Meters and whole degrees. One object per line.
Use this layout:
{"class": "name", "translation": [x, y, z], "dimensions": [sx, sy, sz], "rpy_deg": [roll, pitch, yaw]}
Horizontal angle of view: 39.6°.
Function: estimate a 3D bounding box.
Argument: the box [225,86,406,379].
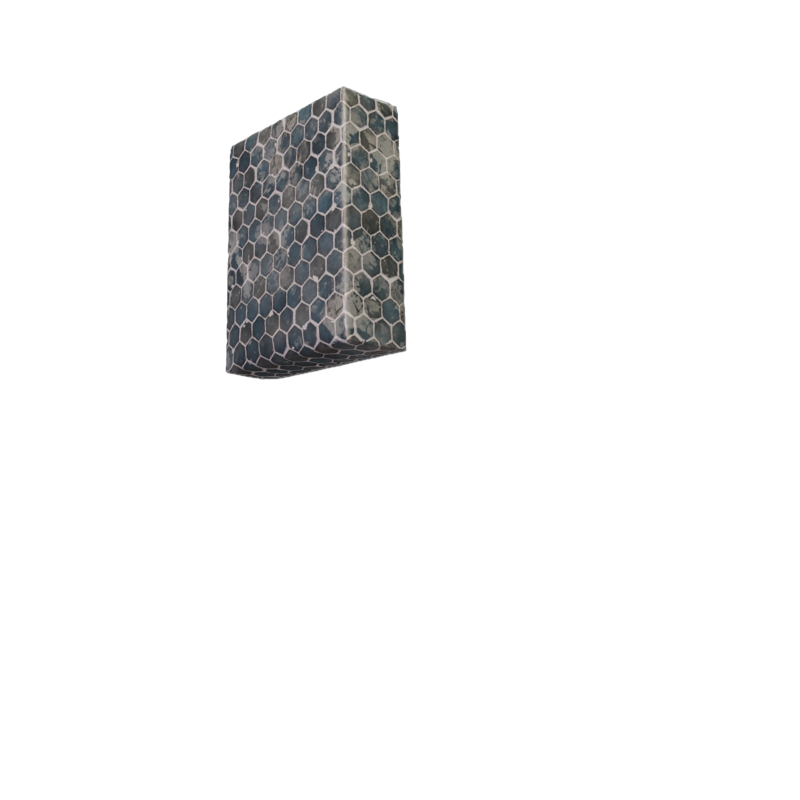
{"class": "box", "translation": [-0.074, -0.134, 0.942], "dimensions": [0.068, 0.223, 0.167], "rpy_deg": [14, -21, -40]}
